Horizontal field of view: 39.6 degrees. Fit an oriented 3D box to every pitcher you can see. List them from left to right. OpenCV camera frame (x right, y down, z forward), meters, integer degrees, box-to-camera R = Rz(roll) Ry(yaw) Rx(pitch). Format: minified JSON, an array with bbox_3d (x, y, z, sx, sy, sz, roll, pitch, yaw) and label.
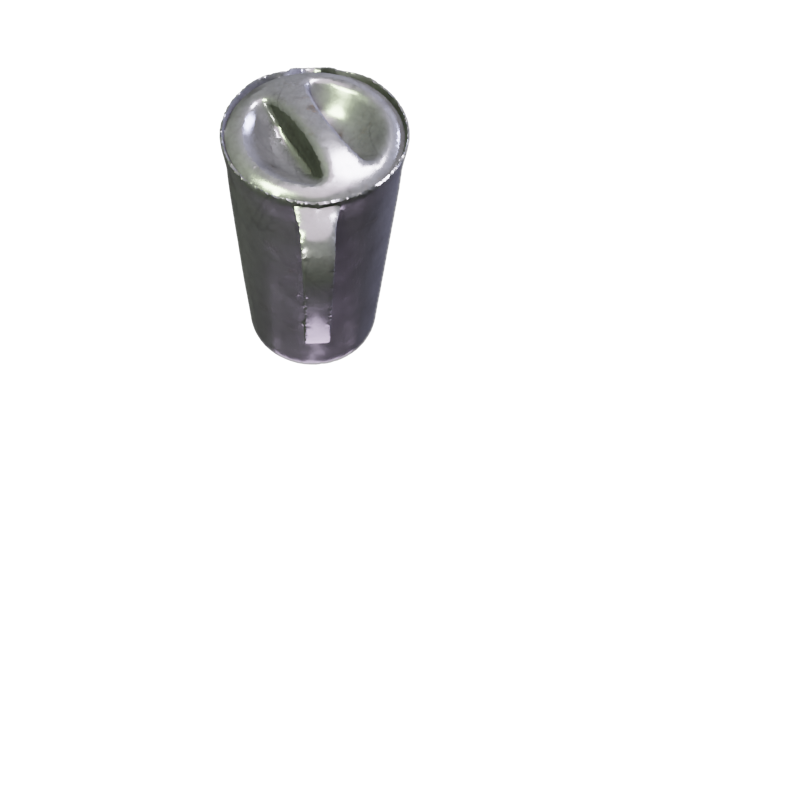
[{"bbox_3d":[-0.067,-0.123,0.861,0.152,0.151,0.227,37,-28,19],"label":"pitcher"}]
